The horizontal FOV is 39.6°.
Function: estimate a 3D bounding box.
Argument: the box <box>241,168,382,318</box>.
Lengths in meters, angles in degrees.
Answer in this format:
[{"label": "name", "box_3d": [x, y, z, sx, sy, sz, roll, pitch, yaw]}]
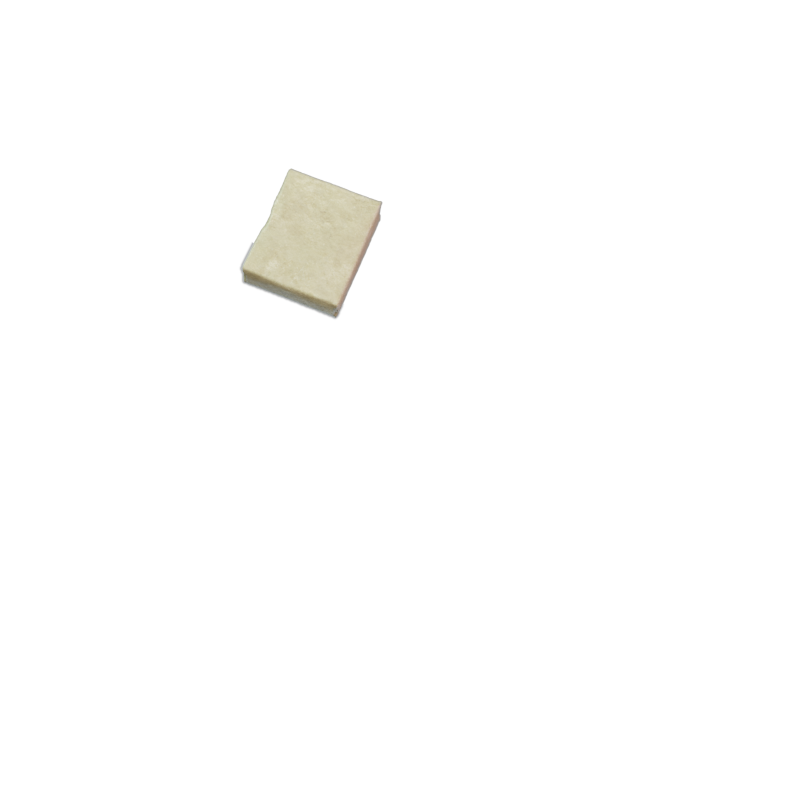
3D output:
[{"label": "box", "box_3d": [-0.062, -0.113, 0.788, 0.074, 0.092, 0.029, 20, -22, 8]}]
